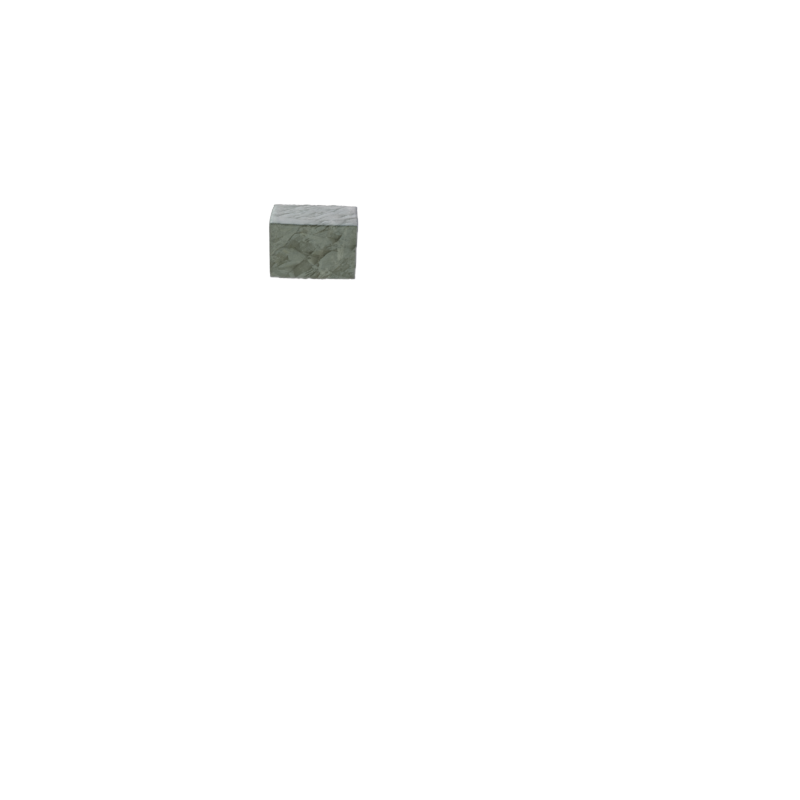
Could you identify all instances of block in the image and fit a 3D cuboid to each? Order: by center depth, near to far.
[{"bbox_3d":[-0.077,-0.140,0.983,0.078,0.050,0.054,2,26,-2],"label":"block"}]
